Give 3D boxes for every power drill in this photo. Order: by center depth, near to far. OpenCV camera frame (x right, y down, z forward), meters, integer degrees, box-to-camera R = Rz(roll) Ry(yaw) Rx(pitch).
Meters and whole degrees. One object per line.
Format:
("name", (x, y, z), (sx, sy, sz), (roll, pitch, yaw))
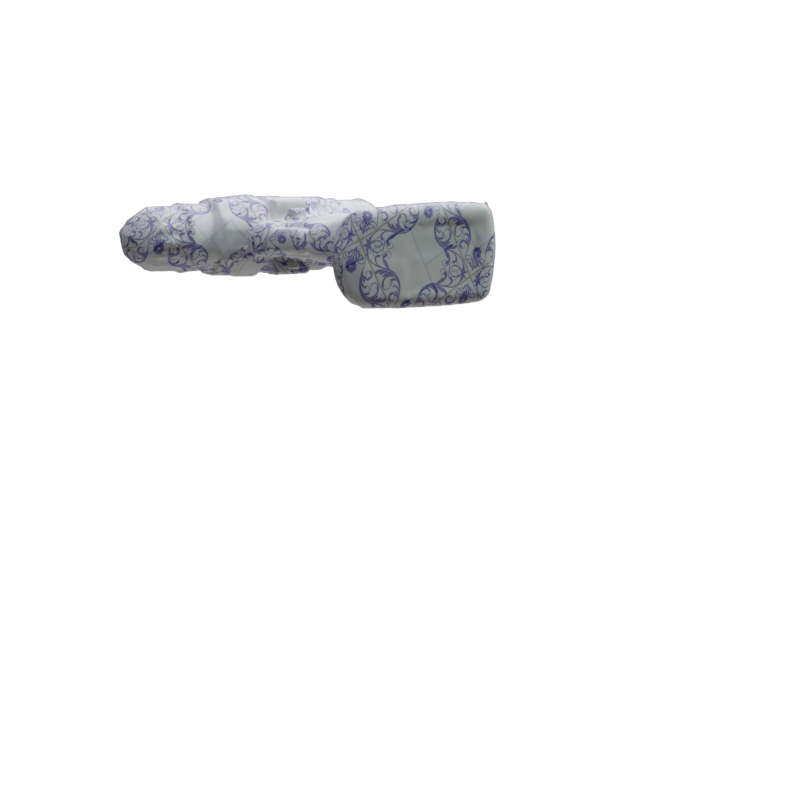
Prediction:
("power drill", (-0.052, -0.094, 0.659), (0.179, 0.056, 0.198), (-10, 17, -34))
